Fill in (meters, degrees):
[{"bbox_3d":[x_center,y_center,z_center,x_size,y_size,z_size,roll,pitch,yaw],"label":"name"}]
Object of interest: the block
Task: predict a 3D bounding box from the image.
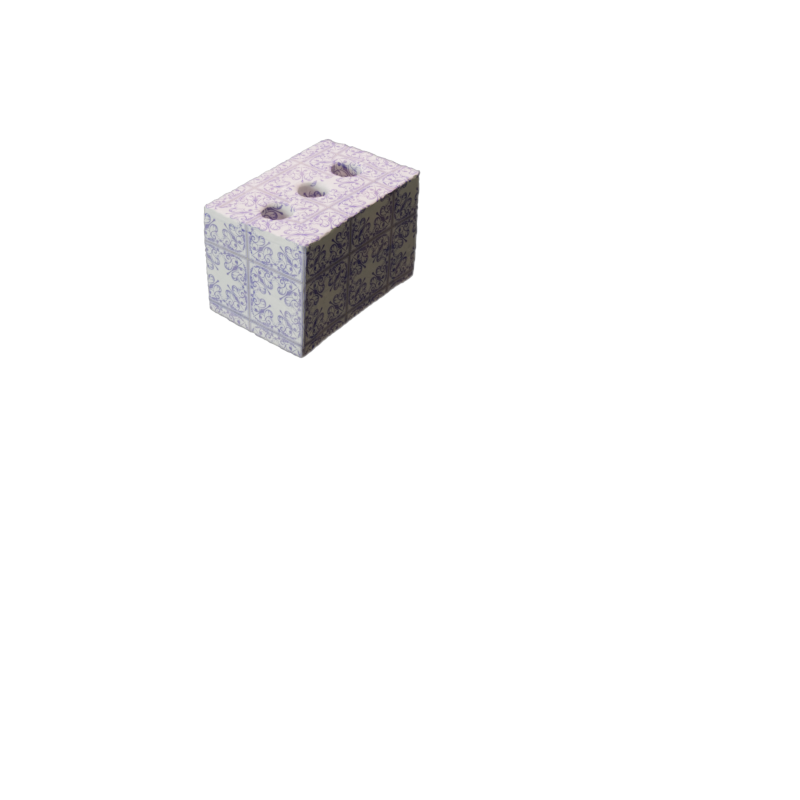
[{"bbox_3d":[-0.035,-0.065,0.453,0.056,0.048,0.079,24,42,28],"label":"block"}]
